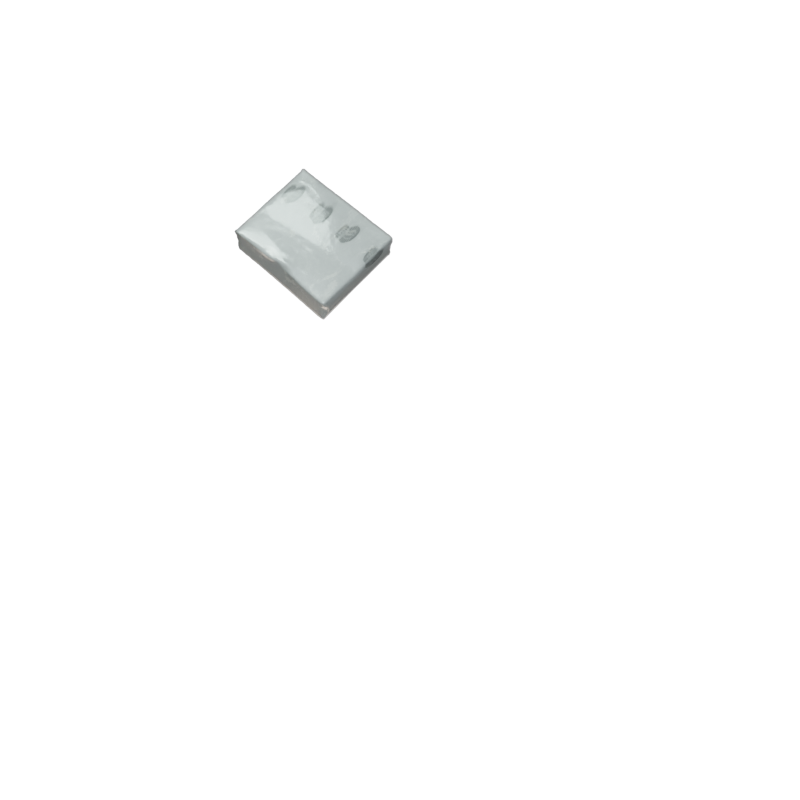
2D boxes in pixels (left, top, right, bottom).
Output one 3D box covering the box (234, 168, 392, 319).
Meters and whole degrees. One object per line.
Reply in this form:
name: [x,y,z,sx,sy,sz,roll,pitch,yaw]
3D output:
box: [-0.063,-0.114,0.799,0.093,0.074,0.028,40,-20,17]
